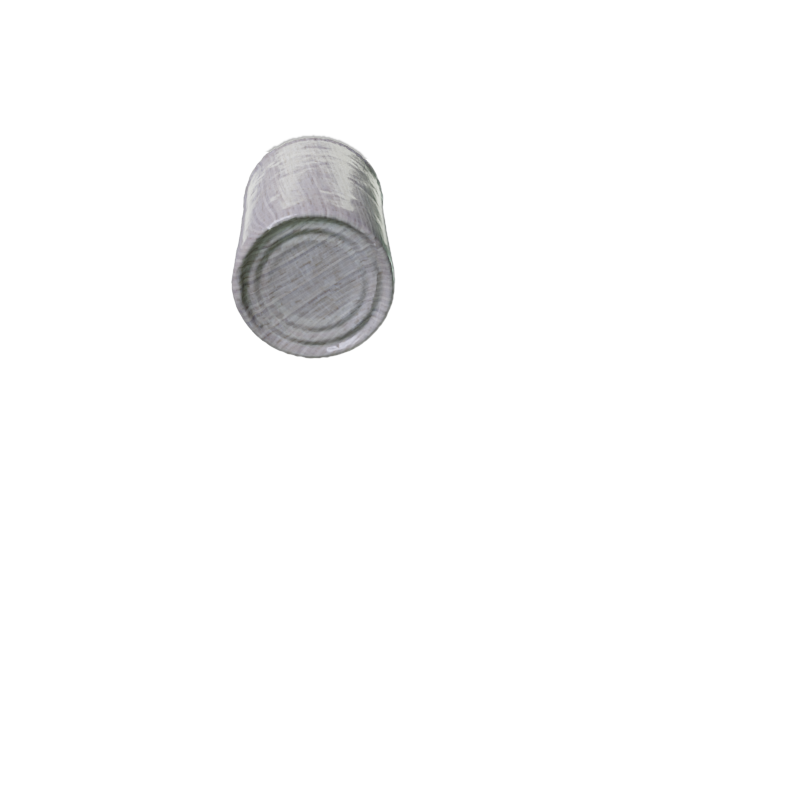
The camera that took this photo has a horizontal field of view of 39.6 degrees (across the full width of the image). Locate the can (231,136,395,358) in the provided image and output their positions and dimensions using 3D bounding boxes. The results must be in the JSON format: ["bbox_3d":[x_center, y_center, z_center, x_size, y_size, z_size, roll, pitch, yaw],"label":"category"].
[{"bbox_3d":[-0.039,-0.070,0.493,0.068,0.065,0.108,0,27,-3],"label":"can"}]
